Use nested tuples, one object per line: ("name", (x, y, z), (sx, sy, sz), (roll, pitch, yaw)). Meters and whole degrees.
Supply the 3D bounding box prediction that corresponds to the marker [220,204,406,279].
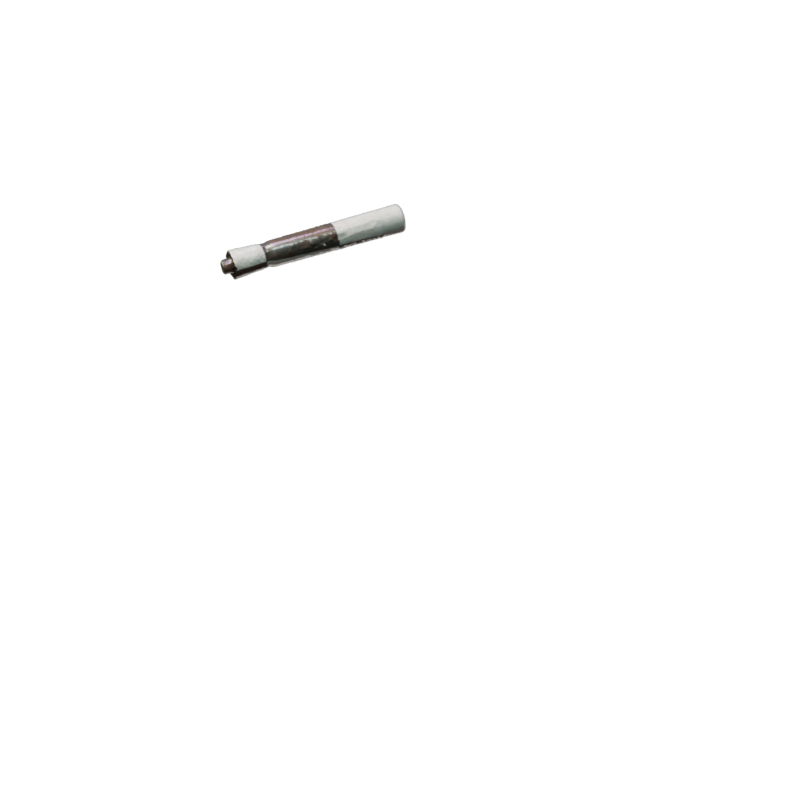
("marker", (-0.054, -0.099, 0.694), (0.120, 0.019, 0.020), (-18, 10, -17))
